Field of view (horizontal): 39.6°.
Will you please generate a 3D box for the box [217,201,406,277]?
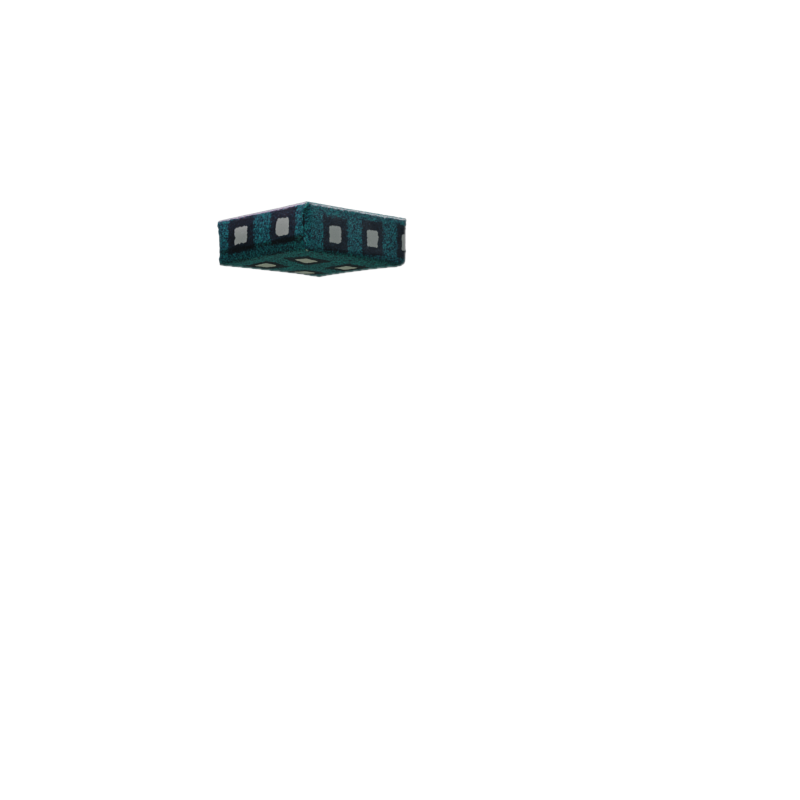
[{"bbox_3d":[-0.063,-0.116,0.810,0.093,0.040,0.108,-3,-4,41],"label":"box"}]
